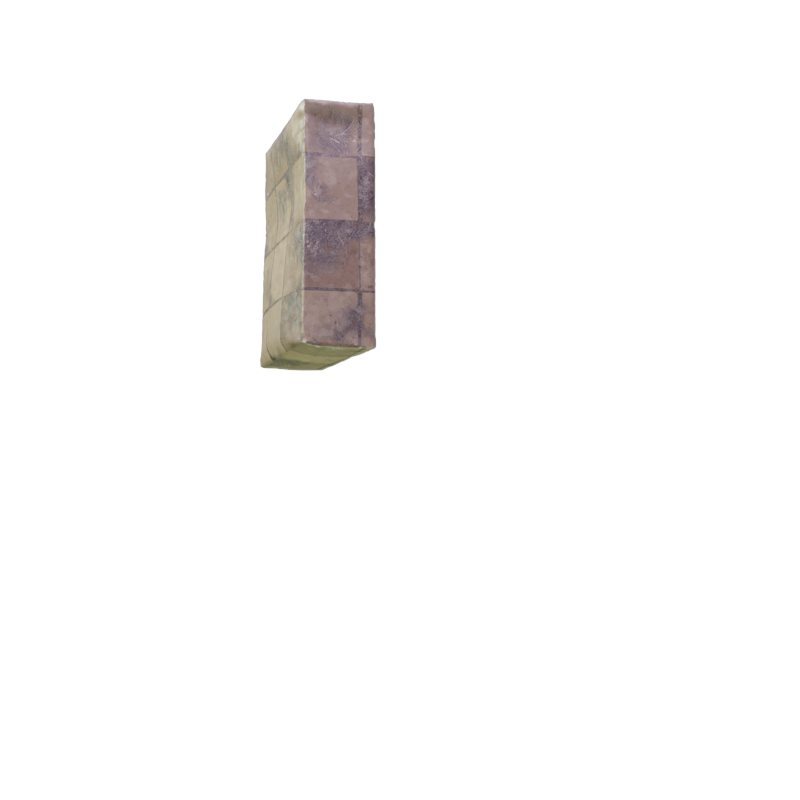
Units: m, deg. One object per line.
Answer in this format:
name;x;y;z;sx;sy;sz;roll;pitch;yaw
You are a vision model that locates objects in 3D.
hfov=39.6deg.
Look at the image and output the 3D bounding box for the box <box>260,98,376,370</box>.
box;-0.077;-0.141;0.989;0.070;0.220;0.164;3;-10;-18
